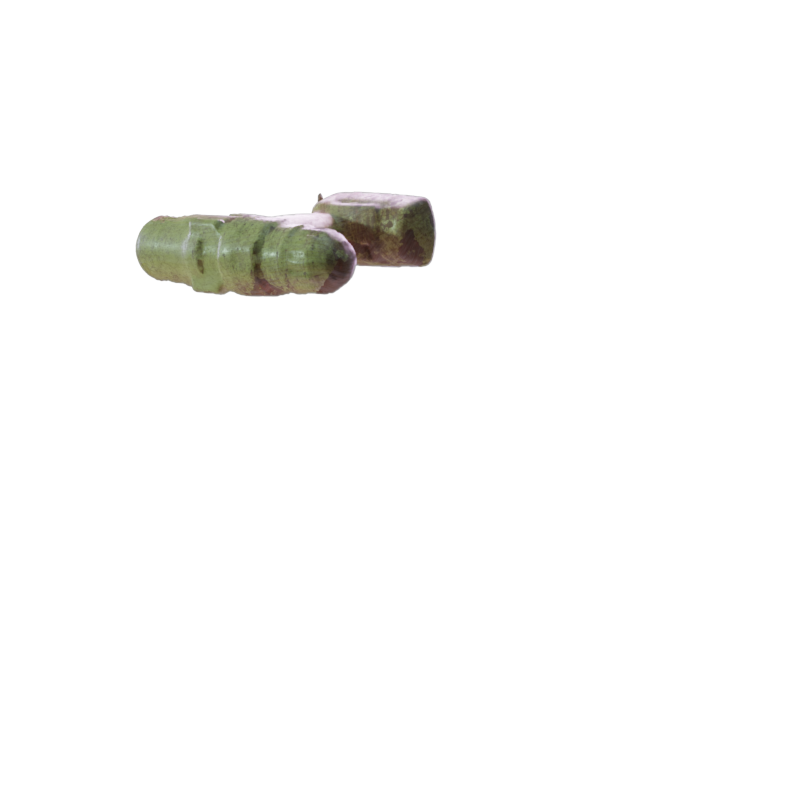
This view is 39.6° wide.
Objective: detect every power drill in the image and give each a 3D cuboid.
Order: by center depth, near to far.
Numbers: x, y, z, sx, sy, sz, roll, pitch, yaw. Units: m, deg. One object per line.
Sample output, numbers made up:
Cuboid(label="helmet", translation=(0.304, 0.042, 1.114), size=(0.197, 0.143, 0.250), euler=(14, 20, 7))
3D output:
Cuboid(label="power drill", translation=(-0.060, -0.109, 0.763), size=(0.194, 0.056, 0.183), euler=(12, 18, 40))
